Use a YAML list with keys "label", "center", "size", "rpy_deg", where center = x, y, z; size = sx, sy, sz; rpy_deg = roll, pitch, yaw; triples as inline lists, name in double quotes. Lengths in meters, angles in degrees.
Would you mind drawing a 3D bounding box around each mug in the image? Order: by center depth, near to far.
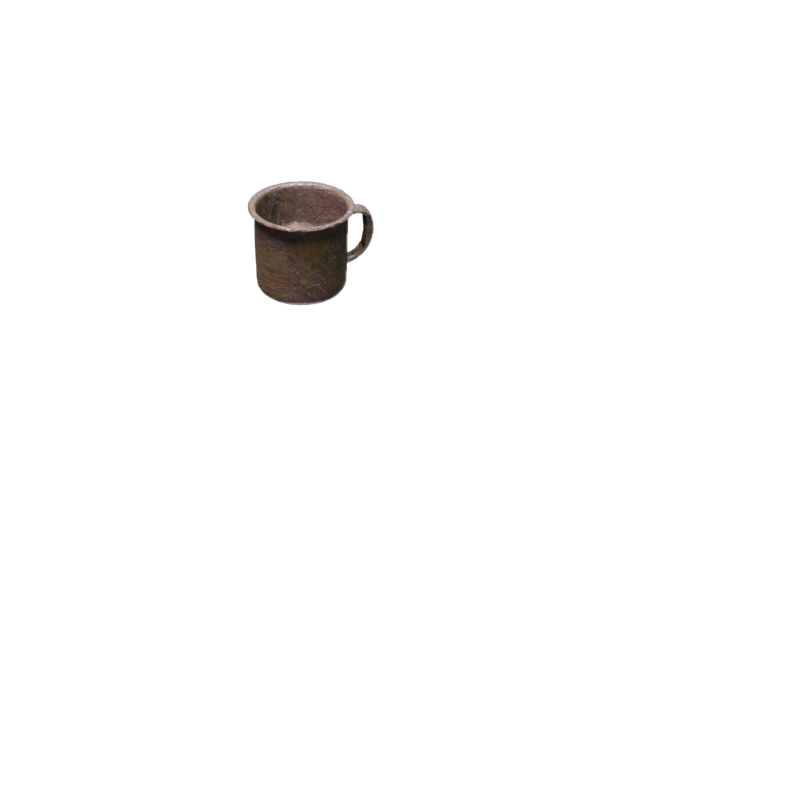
- label: "mug"
  center: [-0.077, -0.141, 0.987]
  size: [0.115, 0.076, 0.101]
  rpy_deg: [-17, 38, -25]
